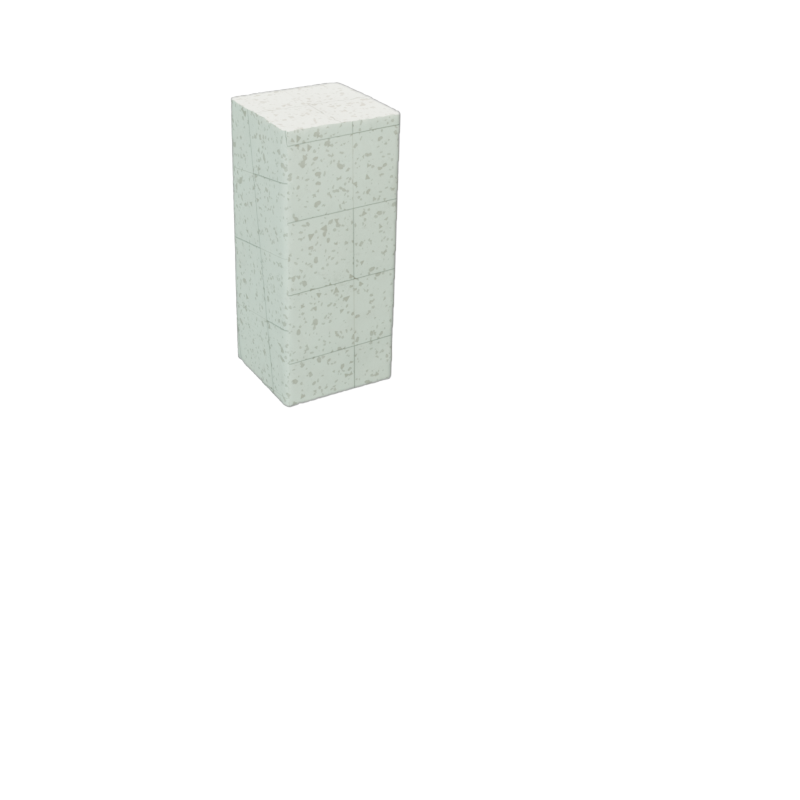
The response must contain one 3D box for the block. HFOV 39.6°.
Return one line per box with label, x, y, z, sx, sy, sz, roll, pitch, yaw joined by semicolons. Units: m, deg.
block;-0.063;-0.115;0.800;0.089;0.195;0.097;-14;30;-28
